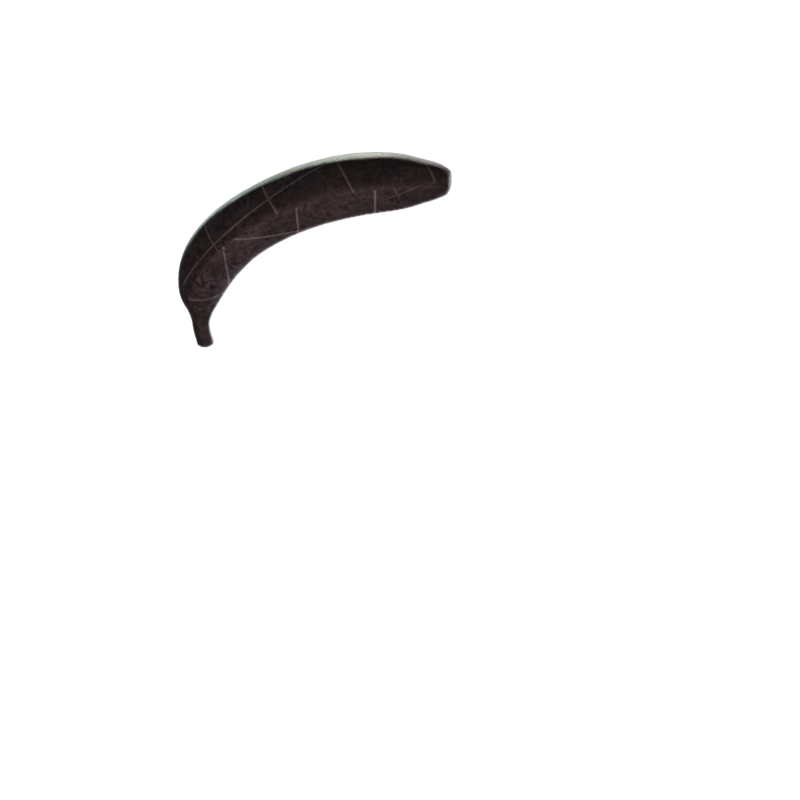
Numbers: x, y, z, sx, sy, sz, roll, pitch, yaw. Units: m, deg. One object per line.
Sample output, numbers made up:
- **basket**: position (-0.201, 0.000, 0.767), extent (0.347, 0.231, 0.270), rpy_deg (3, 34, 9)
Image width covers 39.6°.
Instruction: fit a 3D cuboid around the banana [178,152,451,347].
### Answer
- **banana**: position (-0.067, -0.104, 0.663), extent (0.197, 0.039, 0.065), rpy_deg (-29, -53, 23)
